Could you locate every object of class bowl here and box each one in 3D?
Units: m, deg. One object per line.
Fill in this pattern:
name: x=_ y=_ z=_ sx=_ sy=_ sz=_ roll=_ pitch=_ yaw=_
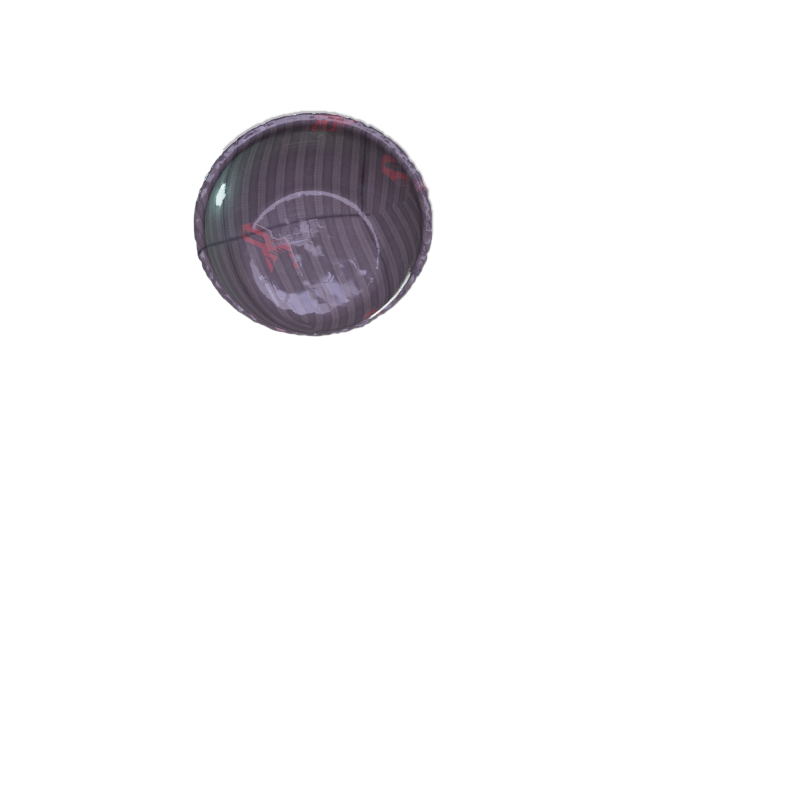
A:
bowl: x=-0.057 y=-0.104 z=0.726 sx=0.162 sy=0.154 sz=0.058 roll=1 pitch=23 yaw=-1
